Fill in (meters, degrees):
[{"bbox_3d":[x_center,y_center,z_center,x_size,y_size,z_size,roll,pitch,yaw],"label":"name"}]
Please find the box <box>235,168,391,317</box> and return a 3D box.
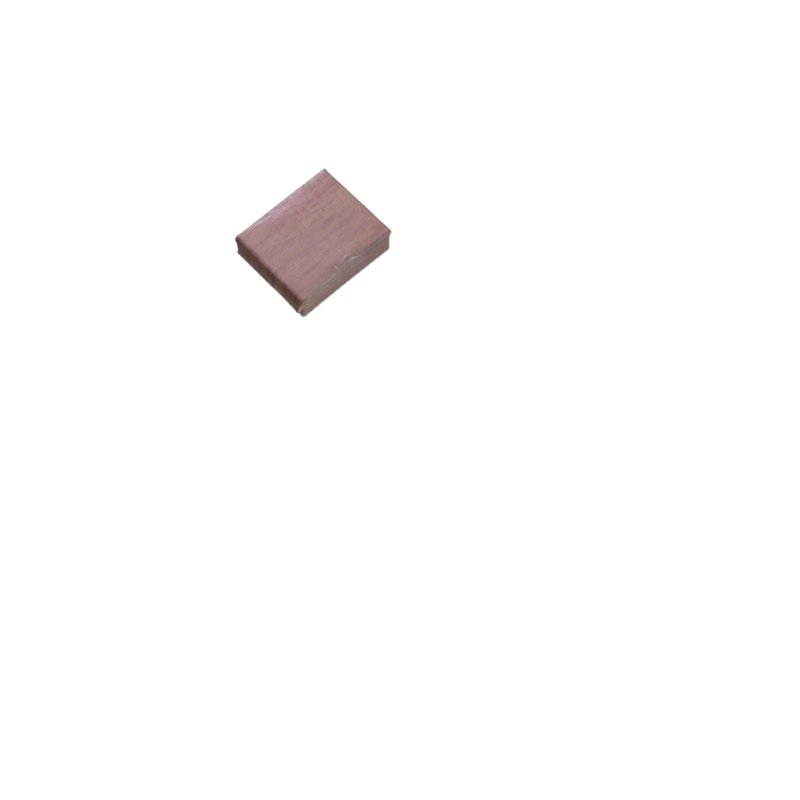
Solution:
[{"bbox_3d":[-0.063,-0.114,0.801,0.090,0.077,0.028,-40,-21,-19],"label":"box"}]
